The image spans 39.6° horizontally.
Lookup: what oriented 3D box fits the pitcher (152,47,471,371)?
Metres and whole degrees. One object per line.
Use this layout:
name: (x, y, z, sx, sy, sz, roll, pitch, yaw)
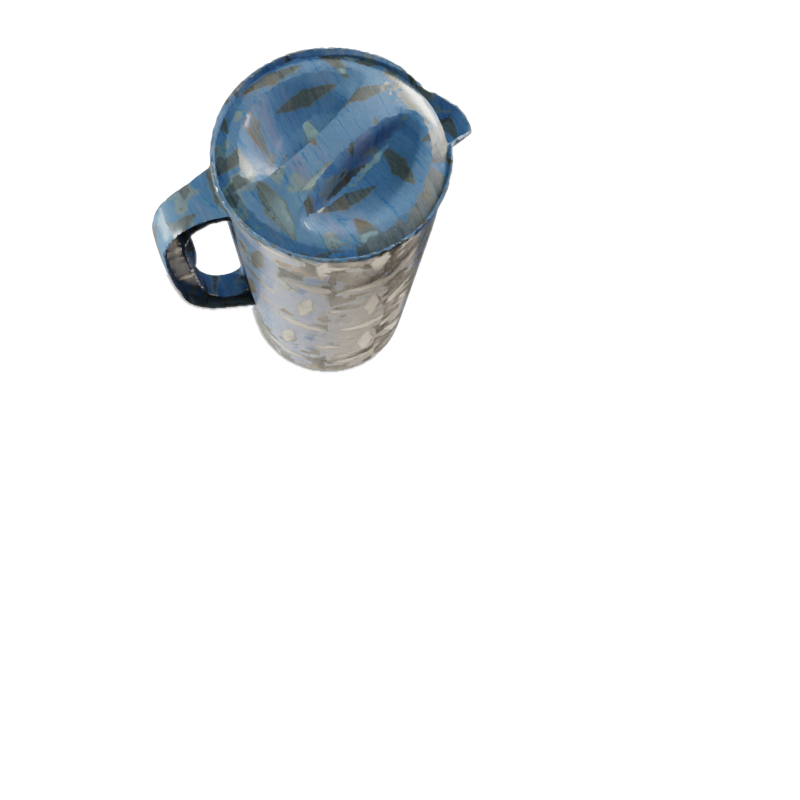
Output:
pitcher: (-0.055, -0.101, 0.704, 0.151, 0.150, 0.232, 22, -19, 5)
